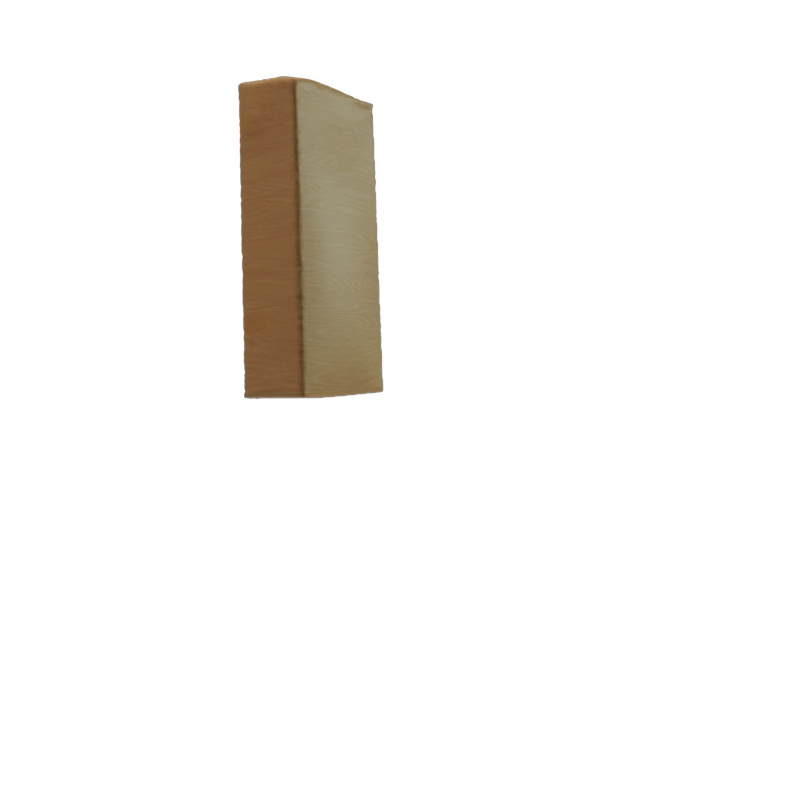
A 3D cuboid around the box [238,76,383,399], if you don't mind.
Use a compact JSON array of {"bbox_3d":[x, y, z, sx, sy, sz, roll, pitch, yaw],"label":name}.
[{"bbox_3d":[-0.050,-0.091,0.638,0.049,0.178,0.090,-3,-4,29],"label":"box"}]
